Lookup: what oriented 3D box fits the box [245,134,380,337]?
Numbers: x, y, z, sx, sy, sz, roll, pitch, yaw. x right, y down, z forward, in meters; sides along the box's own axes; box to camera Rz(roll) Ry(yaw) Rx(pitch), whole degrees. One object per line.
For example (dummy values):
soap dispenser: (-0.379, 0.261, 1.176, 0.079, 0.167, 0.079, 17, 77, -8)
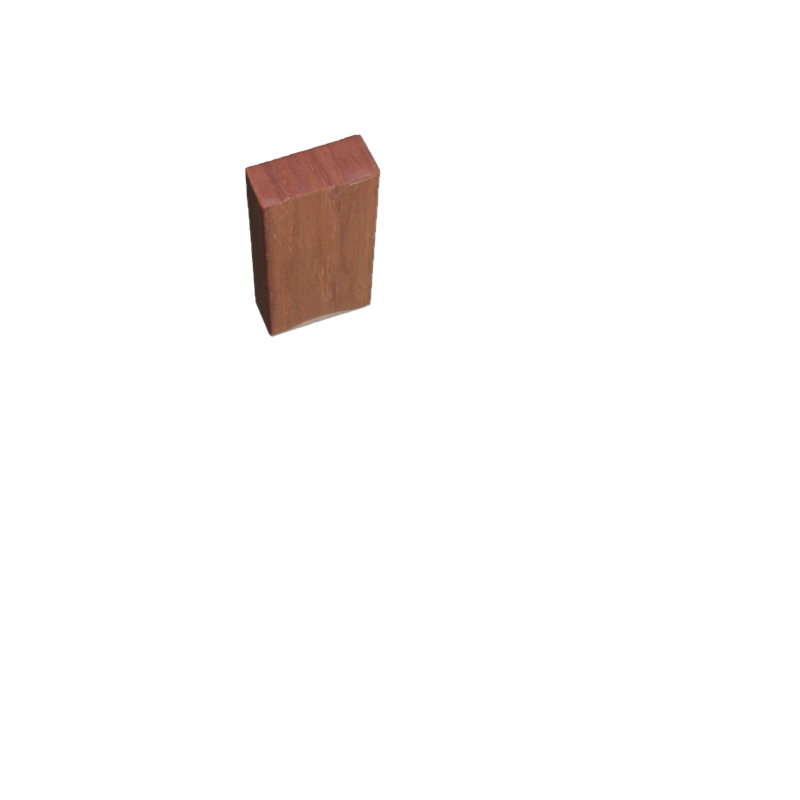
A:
box: (-0.067, -0.122, 0.857, 0.093, 0.051, 0.166, -19, -25, -13)
